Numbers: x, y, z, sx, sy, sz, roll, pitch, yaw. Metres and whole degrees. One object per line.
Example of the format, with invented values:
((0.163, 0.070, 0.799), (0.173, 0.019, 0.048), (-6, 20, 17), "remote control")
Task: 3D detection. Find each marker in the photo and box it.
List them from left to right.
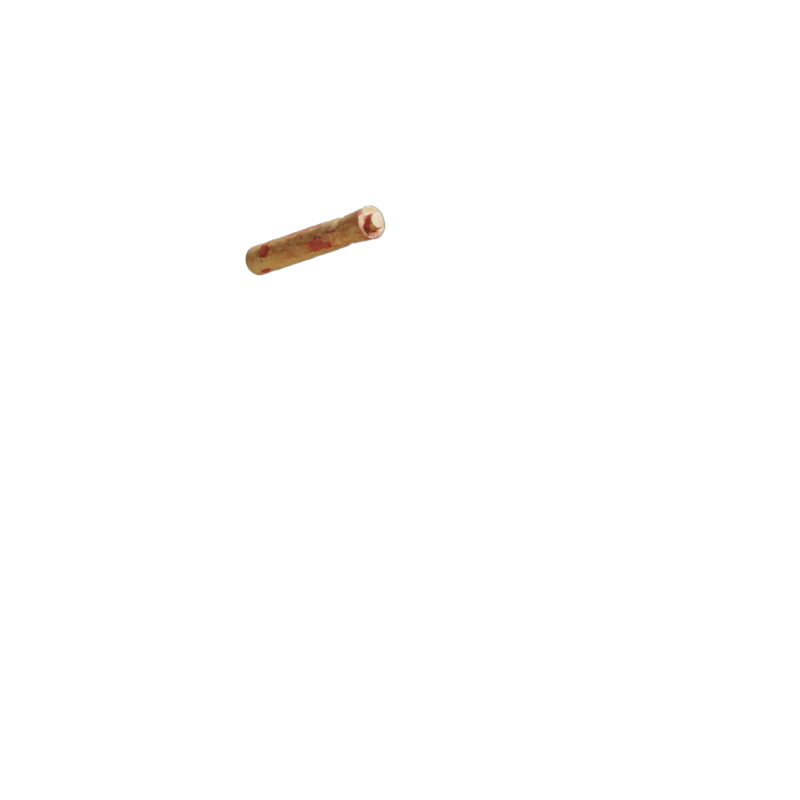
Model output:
((-0.050, -0.091, 0.640), (0.019, 0.020, 0.123), (-3, -3, -39), "marker")
